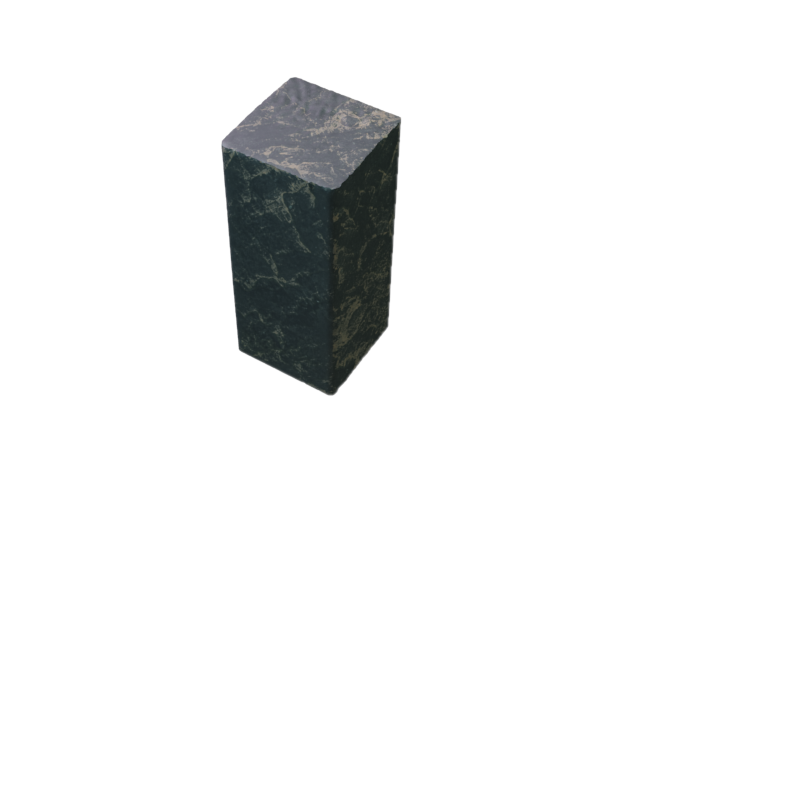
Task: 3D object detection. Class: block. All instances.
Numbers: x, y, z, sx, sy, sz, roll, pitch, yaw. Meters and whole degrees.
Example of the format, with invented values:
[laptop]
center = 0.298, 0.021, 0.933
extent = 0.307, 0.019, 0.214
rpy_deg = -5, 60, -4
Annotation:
[block]
center = -0.063, -0.113, 0.795
extent = 0.095, 0.192, 0.093
rpy_deg = 26, 52, 18
